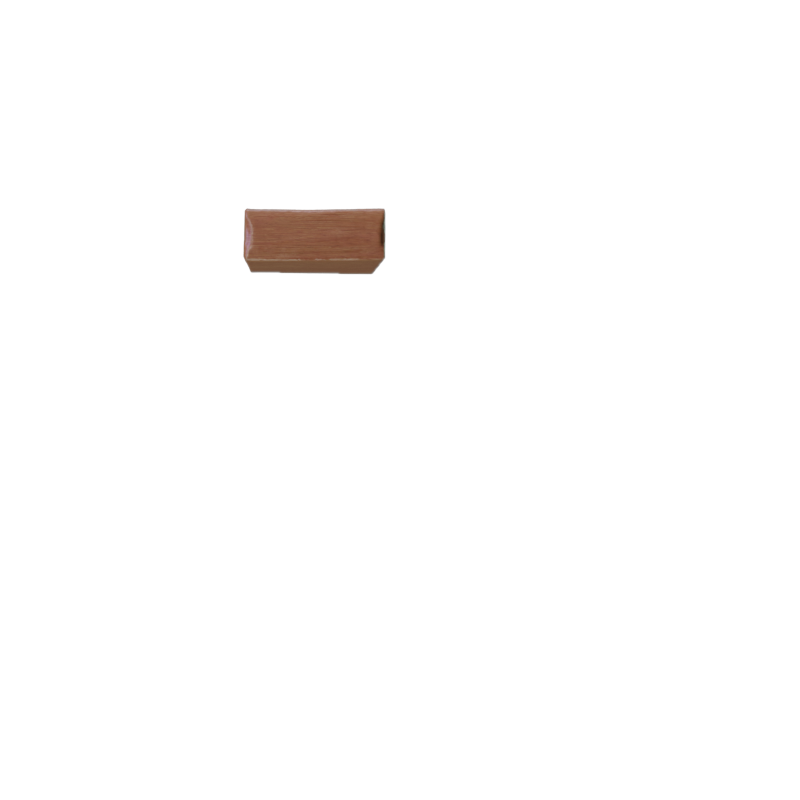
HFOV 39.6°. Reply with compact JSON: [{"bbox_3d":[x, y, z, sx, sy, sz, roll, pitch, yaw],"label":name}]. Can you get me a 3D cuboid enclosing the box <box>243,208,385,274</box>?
[{"bbox_3d":[-0.048,-0.087,0.610,0.073,0.030,0.089,0,2,-4],"label":"box"}]
